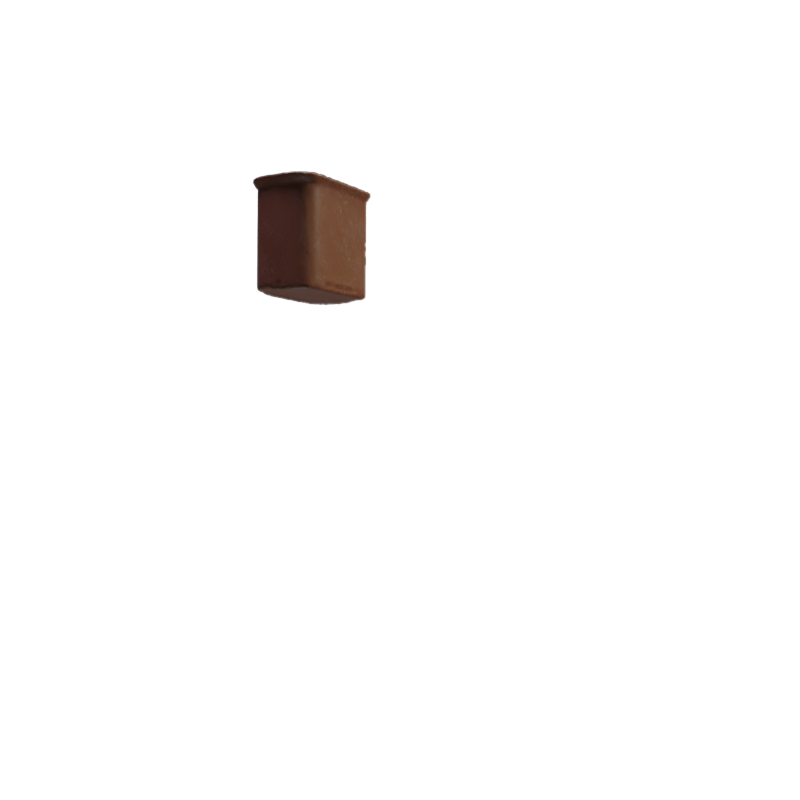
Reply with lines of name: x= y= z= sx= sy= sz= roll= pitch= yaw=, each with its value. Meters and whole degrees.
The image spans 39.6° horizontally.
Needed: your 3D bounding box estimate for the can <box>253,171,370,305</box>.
can: x=-0.065 y=-0.118 z=0.826 sx=0.059 sy=0.086 sz=0.097 roll=-5 pitch=-7 yaw=29
